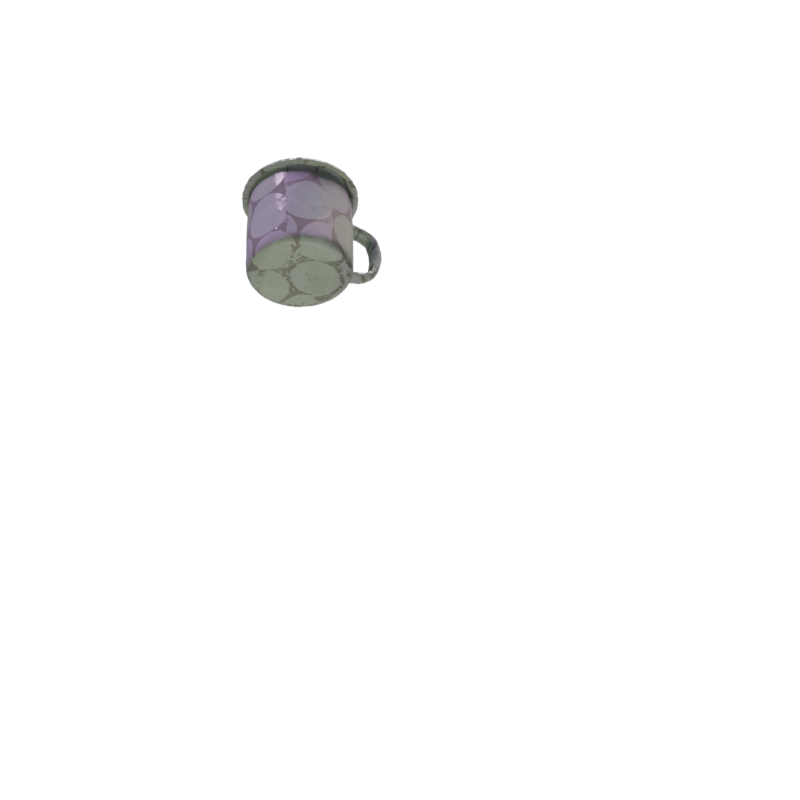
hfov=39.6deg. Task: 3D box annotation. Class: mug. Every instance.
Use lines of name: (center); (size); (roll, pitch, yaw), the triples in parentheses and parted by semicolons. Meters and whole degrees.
mug: (-0.067, -0.123, 0.862); (0.112, 0.087, 0.091); (20, -43, -24)
